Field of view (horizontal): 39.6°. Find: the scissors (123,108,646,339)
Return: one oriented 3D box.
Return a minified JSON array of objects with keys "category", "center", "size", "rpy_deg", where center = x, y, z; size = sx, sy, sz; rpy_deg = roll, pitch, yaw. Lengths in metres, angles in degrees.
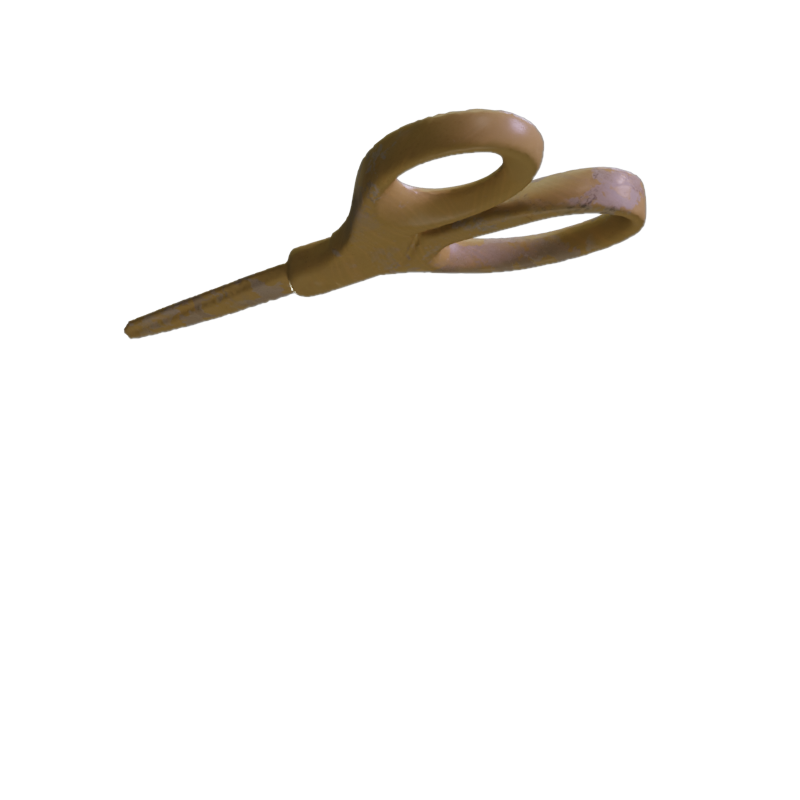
[{"category":"scissors","center":[-0.028,-0.050,0.352],"size":[0.205,0.017,0.090],"rpy_deg":[-8,-20,22]}]
